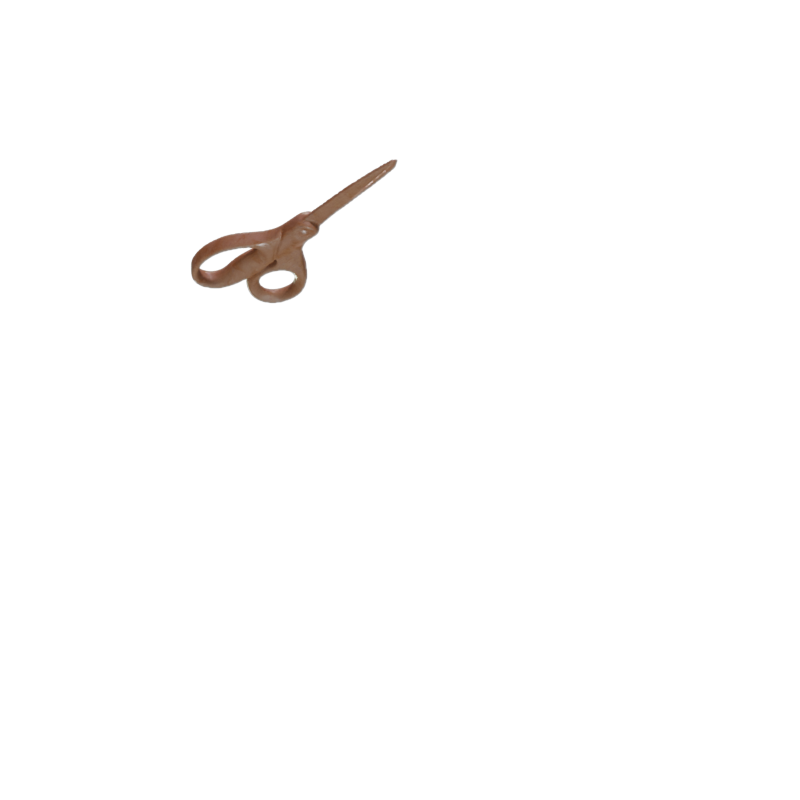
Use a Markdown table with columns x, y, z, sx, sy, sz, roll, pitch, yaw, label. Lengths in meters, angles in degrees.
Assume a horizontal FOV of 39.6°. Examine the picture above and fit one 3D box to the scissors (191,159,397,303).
| x | y | z | sx | sy | sz | roll | pitch | yaw | label |
| --- | --- | --- | --- | --- | --- | --- | --- | --- | --- |
| -0.063 | -0.115 | 0.807 | 0.204 | 0.017 | 0.089 | -17 | -32 | 29 | scissors |
